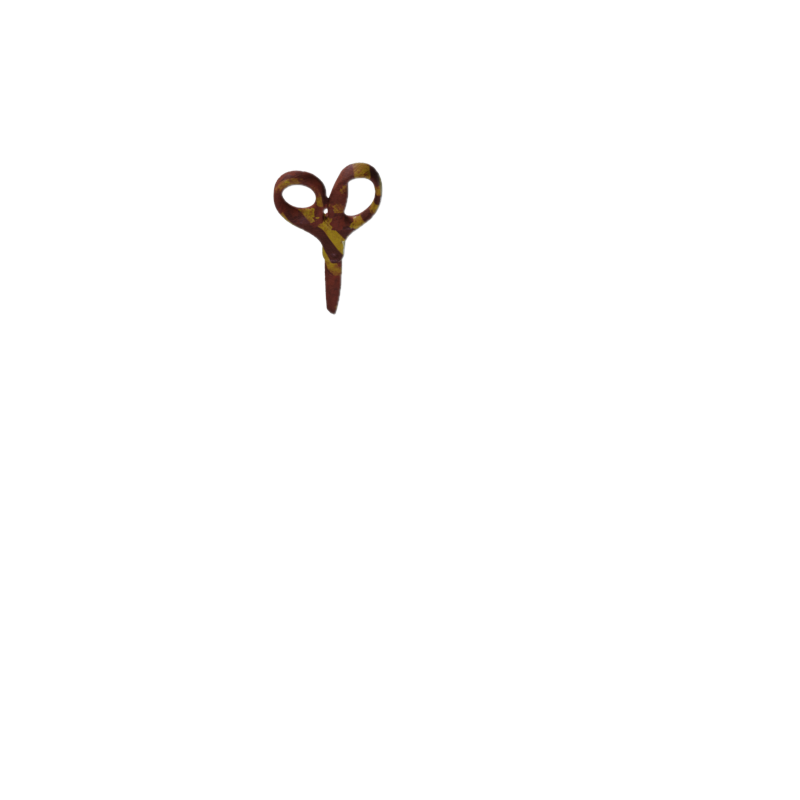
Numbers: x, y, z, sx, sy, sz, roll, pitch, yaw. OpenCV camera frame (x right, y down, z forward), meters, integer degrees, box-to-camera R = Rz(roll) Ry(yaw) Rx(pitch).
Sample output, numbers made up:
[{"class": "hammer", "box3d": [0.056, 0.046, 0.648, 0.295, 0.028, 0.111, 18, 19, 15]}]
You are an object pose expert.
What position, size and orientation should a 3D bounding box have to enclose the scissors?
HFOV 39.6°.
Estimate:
[{"class": "scissors", "box3d": [-0.074, -0.134, 0.940, 0.094, 0.017, 0.193, 10, -34, -16]}]
